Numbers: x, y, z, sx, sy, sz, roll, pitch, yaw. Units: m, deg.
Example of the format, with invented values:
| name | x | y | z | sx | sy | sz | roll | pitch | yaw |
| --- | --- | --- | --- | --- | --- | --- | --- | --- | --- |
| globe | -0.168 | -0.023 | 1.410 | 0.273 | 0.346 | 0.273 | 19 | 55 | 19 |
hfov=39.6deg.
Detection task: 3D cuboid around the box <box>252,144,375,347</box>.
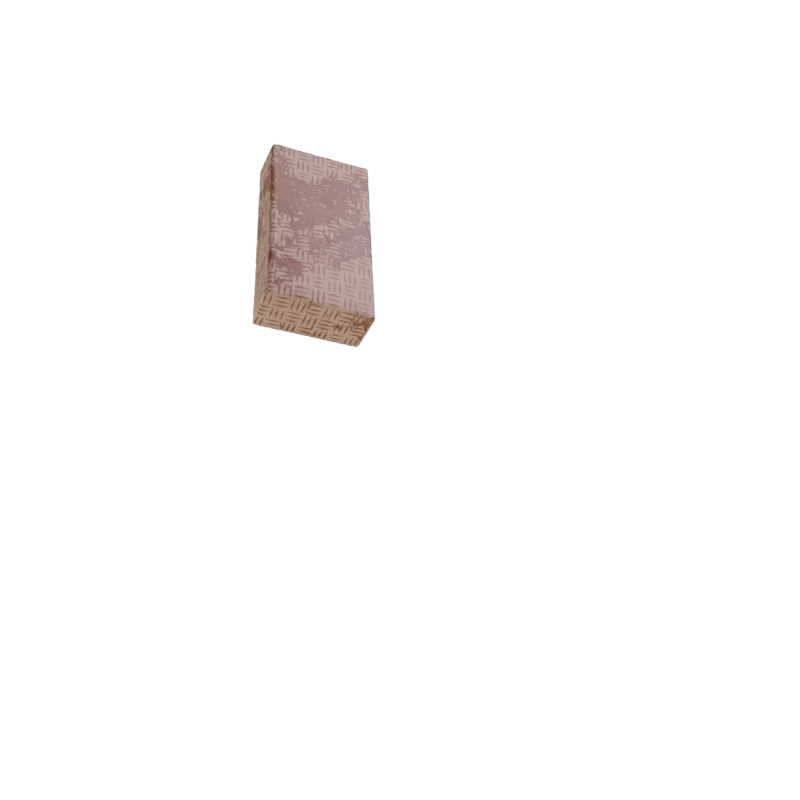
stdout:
| name | x | y | z | sx | sy | sz | roll | pitch | yaw |
| --- | --- | --- | --- | --- | --- | --- | --- | --- | --- |
| box | -0.073 | -0.133 | 0.934 | 0.091 | 0.189 | 0.046 | 12 | -44 | -16 |
